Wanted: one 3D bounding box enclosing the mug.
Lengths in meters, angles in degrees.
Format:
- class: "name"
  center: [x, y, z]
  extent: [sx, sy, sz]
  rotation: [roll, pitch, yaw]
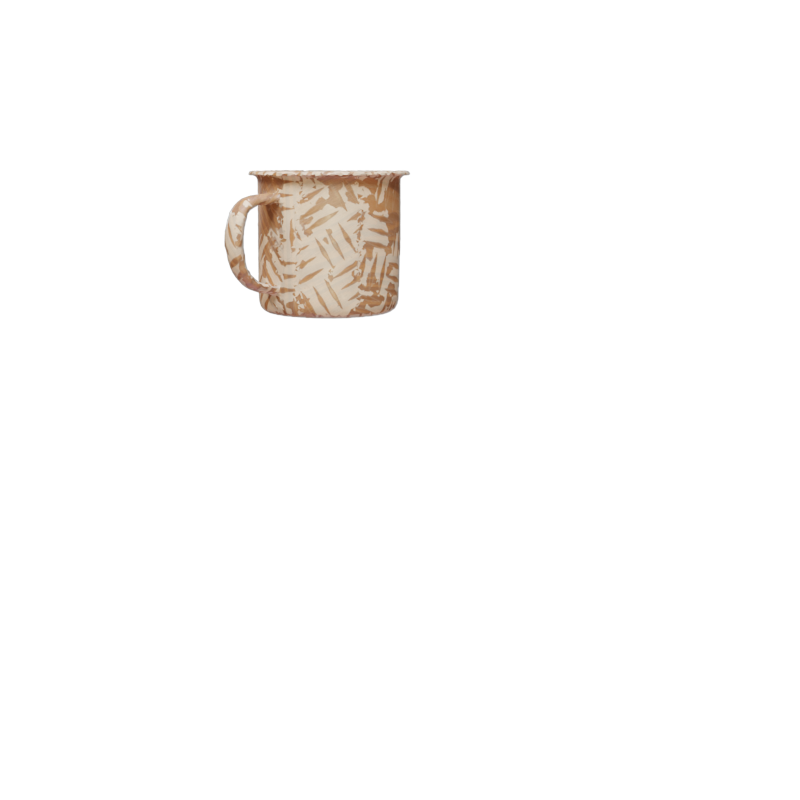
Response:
- class: "mug"
  center: [-0.050, -0.091, 0.635]
  extent: [0.113, 0.080, 0.098]
  rotation: [-9, 12, -43]
